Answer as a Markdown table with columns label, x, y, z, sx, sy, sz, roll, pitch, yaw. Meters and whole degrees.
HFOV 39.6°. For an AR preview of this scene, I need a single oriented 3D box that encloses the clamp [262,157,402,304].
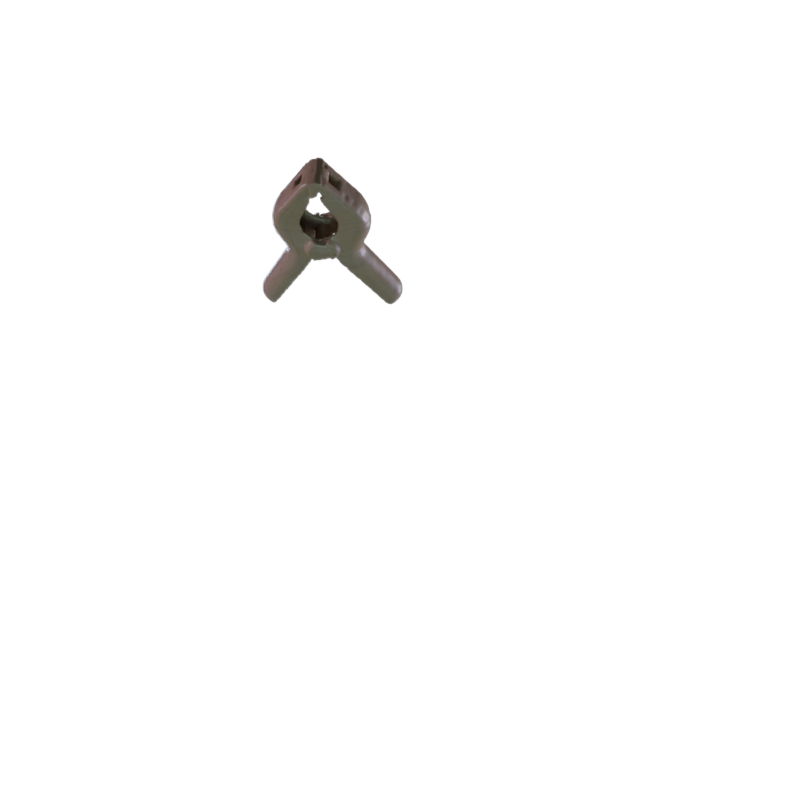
| label | x | y | z | sx | sy | sz | roll | pitch | yaw |
| --- | --- | --- | --- | --- | --- | --- | --- | --- | --- |
| clamp | -0.071 | -0.130 | 0.912 | 0.121 | 0.042 | 0.158 | -8 | -38 | 10 |
